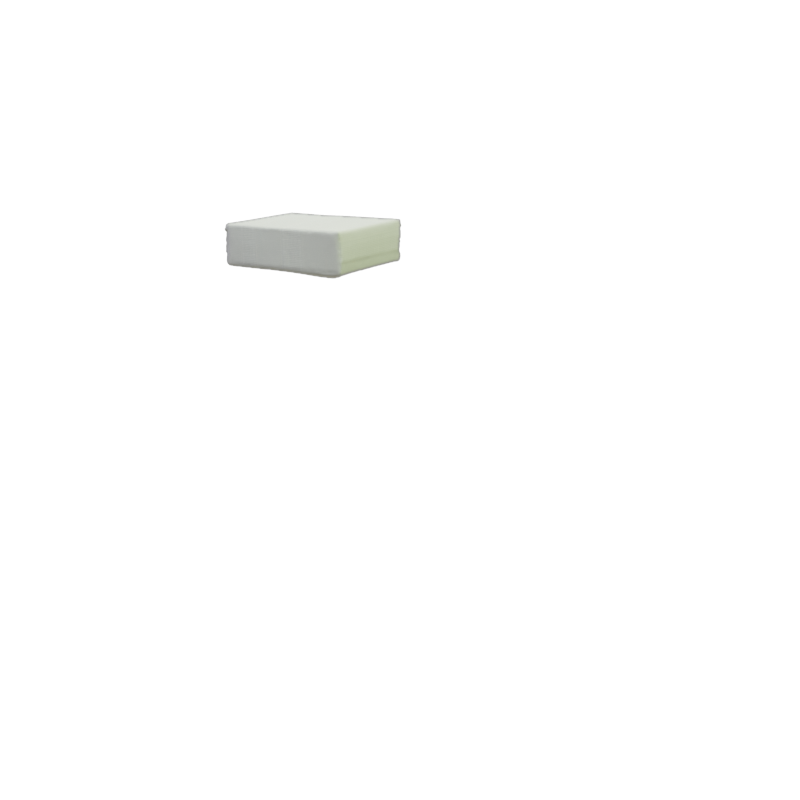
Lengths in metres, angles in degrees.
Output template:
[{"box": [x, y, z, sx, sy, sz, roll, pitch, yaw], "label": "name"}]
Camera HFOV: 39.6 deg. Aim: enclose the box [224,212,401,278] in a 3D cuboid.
[{"box": [-0.070, -0.127, 0.887, 0.119, 0.038, 0.089, 11, 20, 32], "label": "box"}]
